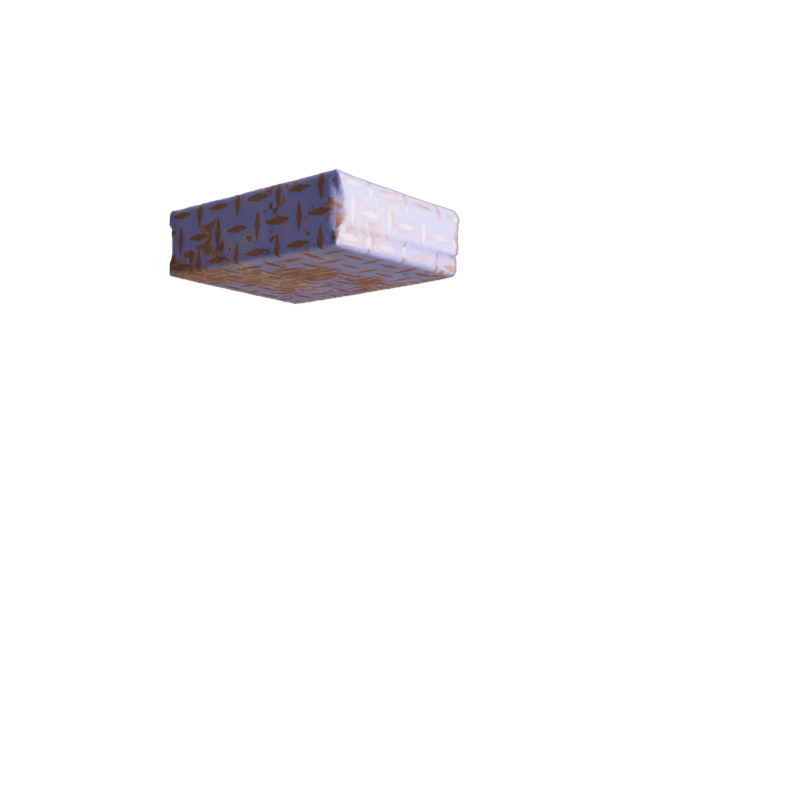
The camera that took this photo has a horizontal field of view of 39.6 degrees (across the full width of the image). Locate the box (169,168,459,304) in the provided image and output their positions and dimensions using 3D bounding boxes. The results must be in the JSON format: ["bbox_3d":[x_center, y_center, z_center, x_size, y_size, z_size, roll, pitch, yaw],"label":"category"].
[{"bbox_3d":[-0.034,-0.061,0.430,0.092,0.031,0.069,-6,-9,39],"label":"box"}]
